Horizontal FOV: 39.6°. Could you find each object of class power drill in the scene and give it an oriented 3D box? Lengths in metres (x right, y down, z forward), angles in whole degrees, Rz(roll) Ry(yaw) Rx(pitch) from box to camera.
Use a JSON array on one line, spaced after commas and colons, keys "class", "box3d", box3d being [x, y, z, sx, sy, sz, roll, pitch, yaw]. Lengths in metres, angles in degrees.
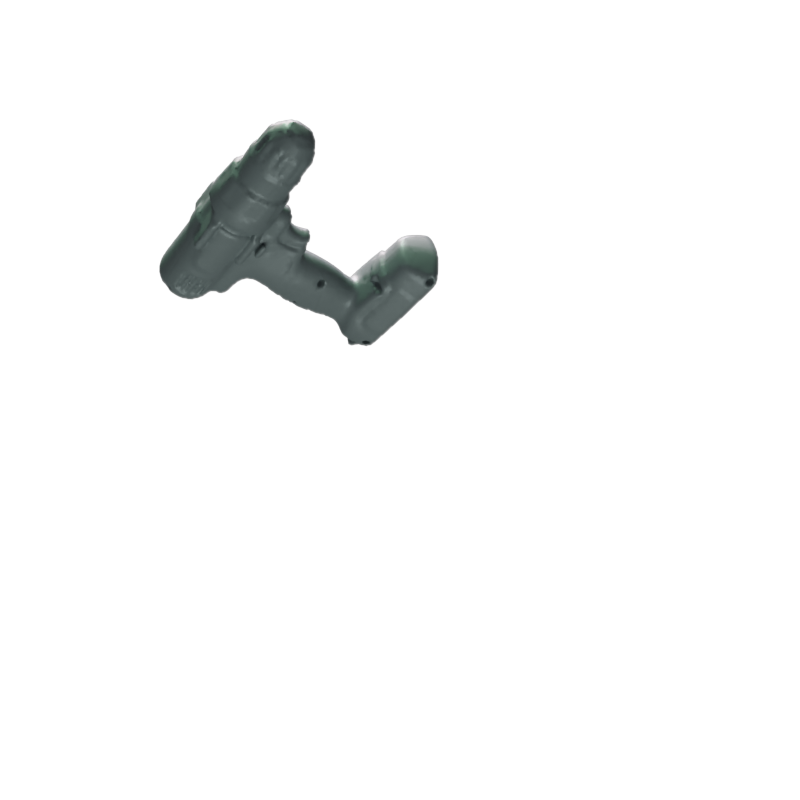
[{"class": "power drill", "box3d": [-0.066, -0.121, 0.844, 0.179, 0.062, 0.181, 23, -43, -27]}]
